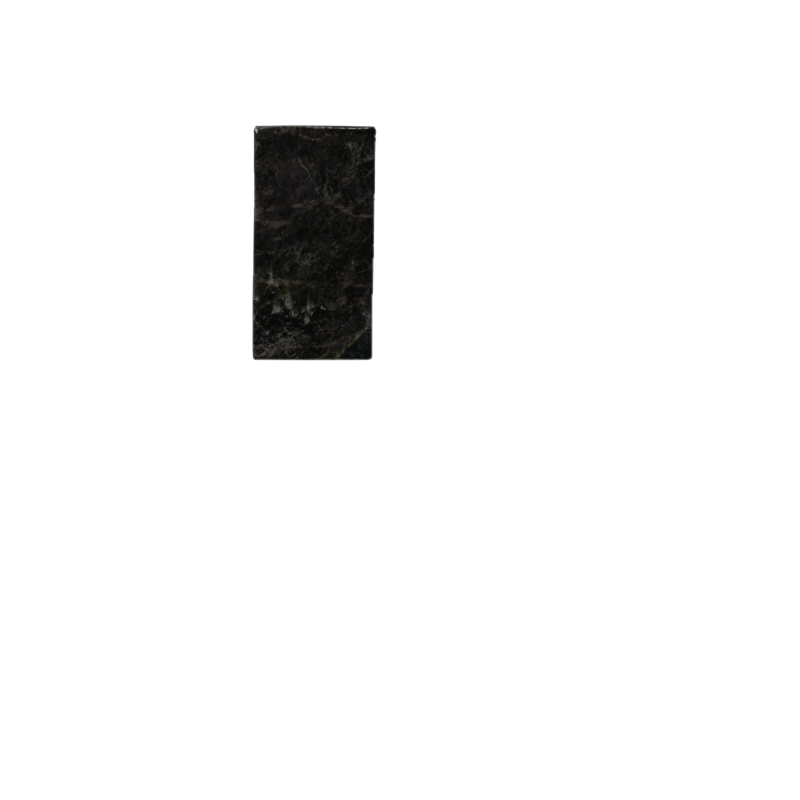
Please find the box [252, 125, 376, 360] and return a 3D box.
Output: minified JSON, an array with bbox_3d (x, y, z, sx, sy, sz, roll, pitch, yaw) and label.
[{"bbox_3d":[-0.066,-0.120,0.843,0.093,0.173,0.049,0,8,-4],"label":"box"}]
